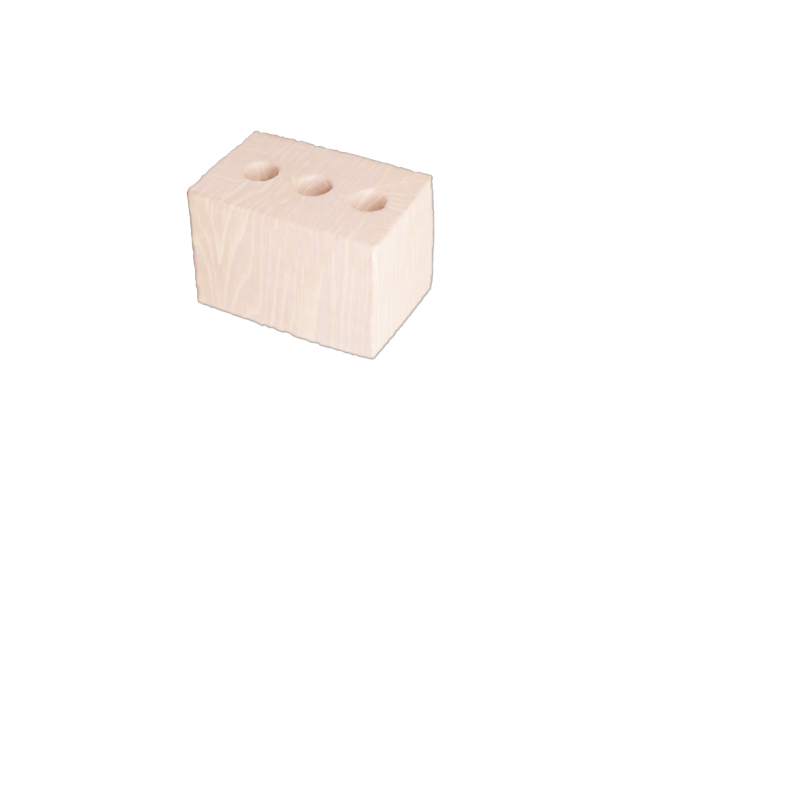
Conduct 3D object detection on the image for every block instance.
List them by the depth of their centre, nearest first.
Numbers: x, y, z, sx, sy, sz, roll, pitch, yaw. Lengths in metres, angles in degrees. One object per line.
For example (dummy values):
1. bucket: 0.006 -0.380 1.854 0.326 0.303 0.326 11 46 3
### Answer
1. block: -0.032 -0.059 0.412 0.081 0.048 0.054 18 41 20
